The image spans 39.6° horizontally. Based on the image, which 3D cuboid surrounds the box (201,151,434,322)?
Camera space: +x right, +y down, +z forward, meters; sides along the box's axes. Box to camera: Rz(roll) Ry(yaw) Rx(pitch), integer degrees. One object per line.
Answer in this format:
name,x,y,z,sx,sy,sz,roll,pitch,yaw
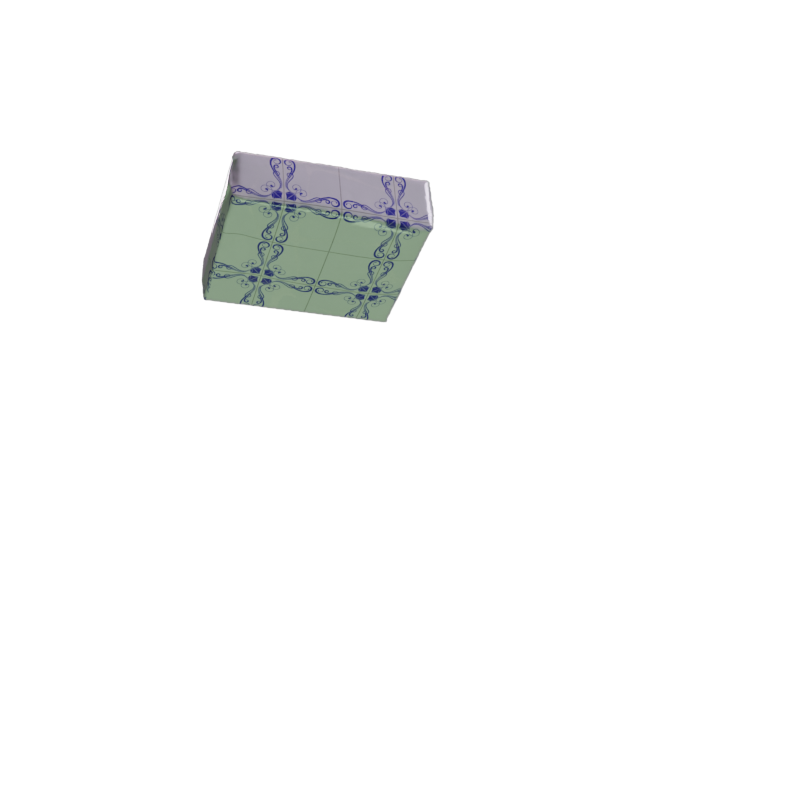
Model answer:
box,-0.048,-0.088,0.618,0.111,0.042,0.086,9,-37,-13
